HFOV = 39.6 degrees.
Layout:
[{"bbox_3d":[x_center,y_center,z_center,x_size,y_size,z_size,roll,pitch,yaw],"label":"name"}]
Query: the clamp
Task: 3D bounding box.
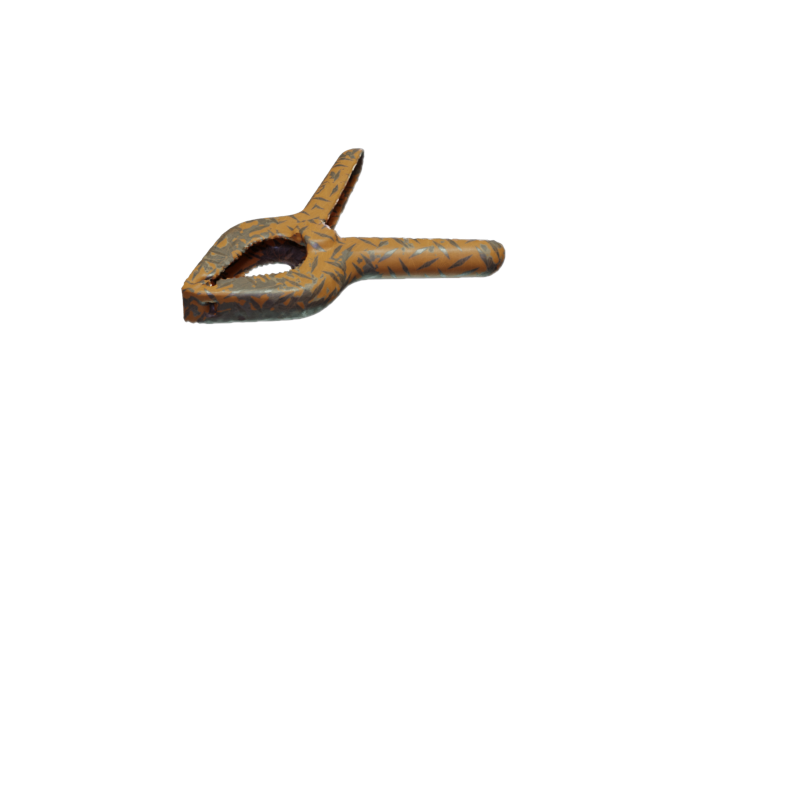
[{"bbox_3d":[-0.059,-0.107,0.751,0.208,0.034,0.178,-21,44,-23],"label":"clamp"}]
